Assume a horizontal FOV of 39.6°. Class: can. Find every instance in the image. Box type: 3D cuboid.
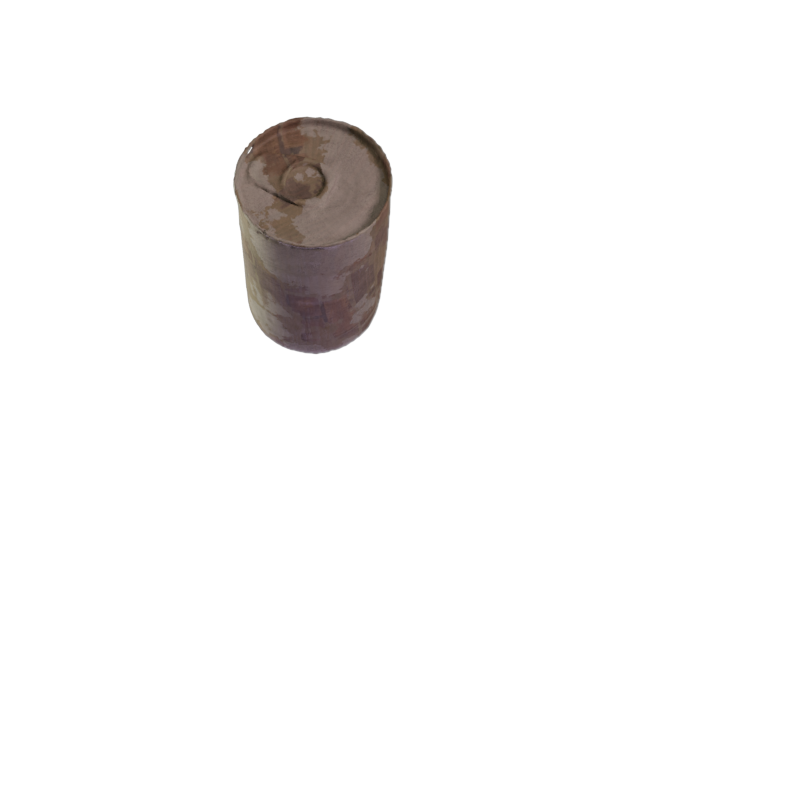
[{"bbox_3d":[-0.040,-0.073,0.513,0.068,0.073,0.096,0,-27,-3],"label":"can"}]
